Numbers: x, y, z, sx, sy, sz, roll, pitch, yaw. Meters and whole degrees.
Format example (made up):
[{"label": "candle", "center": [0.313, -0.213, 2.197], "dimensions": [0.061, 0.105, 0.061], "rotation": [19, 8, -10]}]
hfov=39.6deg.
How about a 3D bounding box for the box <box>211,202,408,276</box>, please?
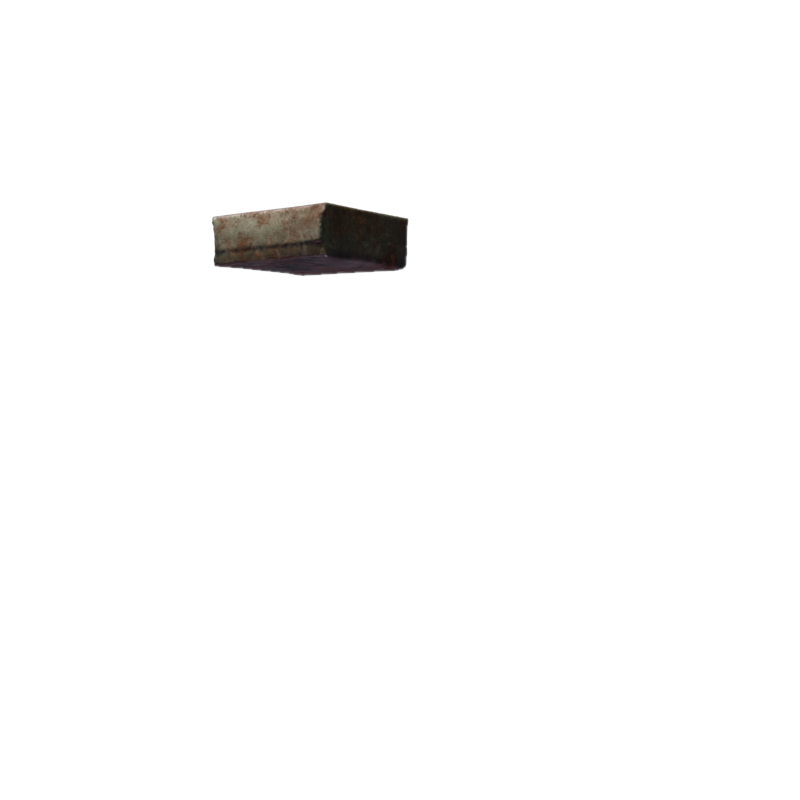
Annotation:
[{"label": "box", "center": [-0.058, -0.107, 0.748], "dimensions": [0.093, 0.039, 0.109], "rotation": [0, 0, 30]}]
